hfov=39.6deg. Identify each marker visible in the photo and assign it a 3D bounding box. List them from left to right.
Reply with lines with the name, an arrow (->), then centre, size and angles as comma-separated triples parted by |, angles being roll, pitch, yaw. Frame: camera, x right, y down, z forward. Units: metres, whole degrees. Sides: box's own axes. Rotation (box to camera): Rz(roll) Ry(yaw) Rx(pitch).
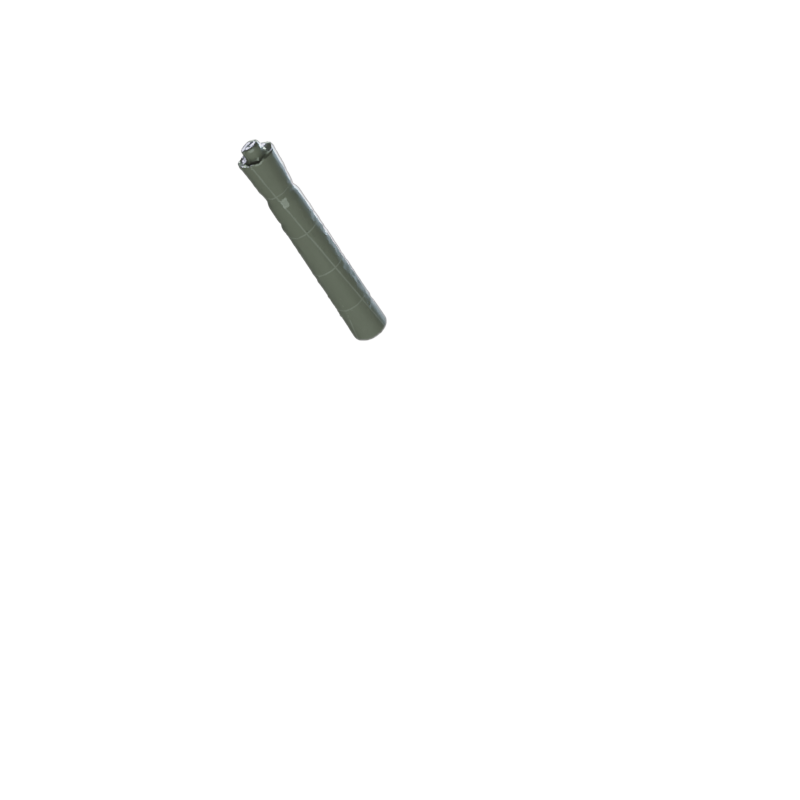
marker -> -0.042, -0.076, 0.530 | 0.020, 0.113, 0.021 | -24, 34, 16
